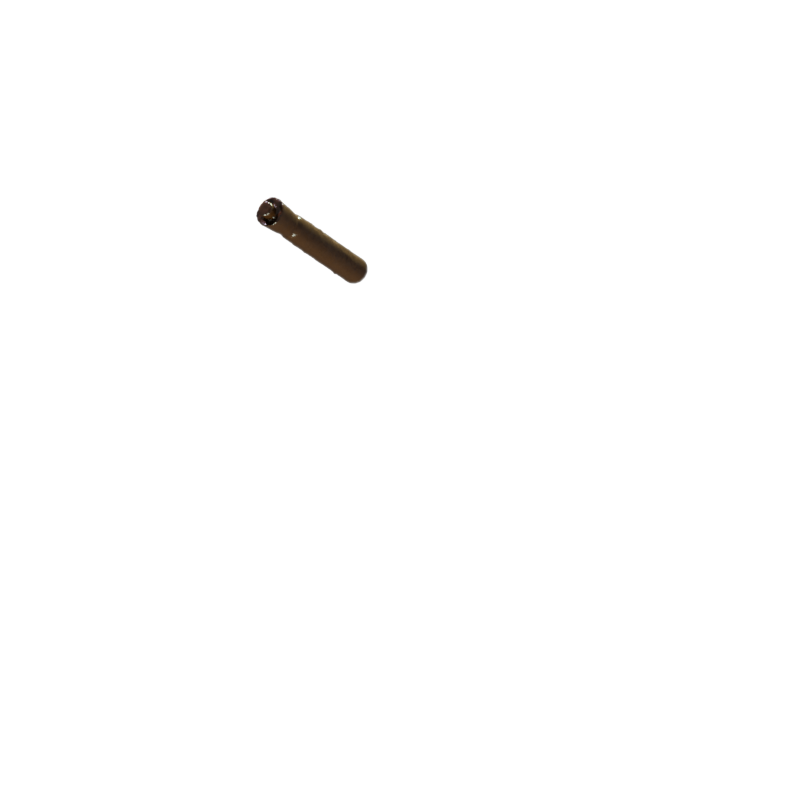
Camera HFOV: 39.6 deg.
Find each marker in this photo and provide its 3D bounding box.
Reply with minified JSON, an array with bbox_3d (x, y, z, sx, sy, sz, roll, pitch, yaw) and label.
[{"bbox_3d":[-0.056,-0.102,0.711,0.020,0.020,0.113,2,-12,28],"label":"marker"}]
